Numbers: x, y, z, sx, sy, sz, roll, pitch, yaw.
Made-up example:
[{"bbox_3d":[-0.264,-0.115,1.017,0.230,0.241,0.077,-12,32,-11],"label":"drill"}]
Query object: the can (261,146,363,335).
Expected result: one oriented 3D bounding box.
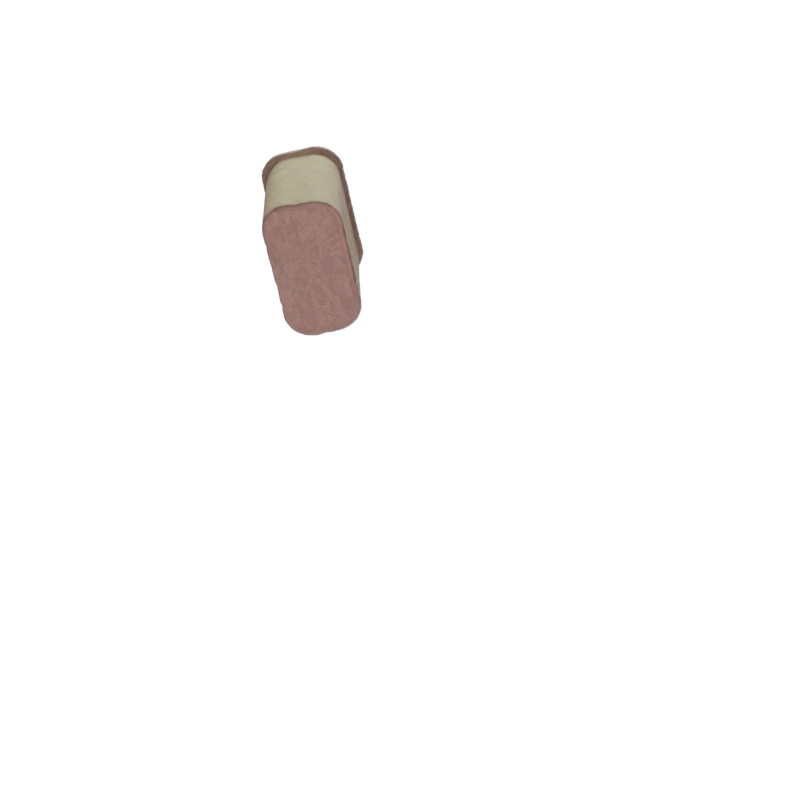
[{"bbox_3d":[-0.058,-0.106,0.743,0.058,0.095,0.089,-11,31,4],"label":"can"}]
